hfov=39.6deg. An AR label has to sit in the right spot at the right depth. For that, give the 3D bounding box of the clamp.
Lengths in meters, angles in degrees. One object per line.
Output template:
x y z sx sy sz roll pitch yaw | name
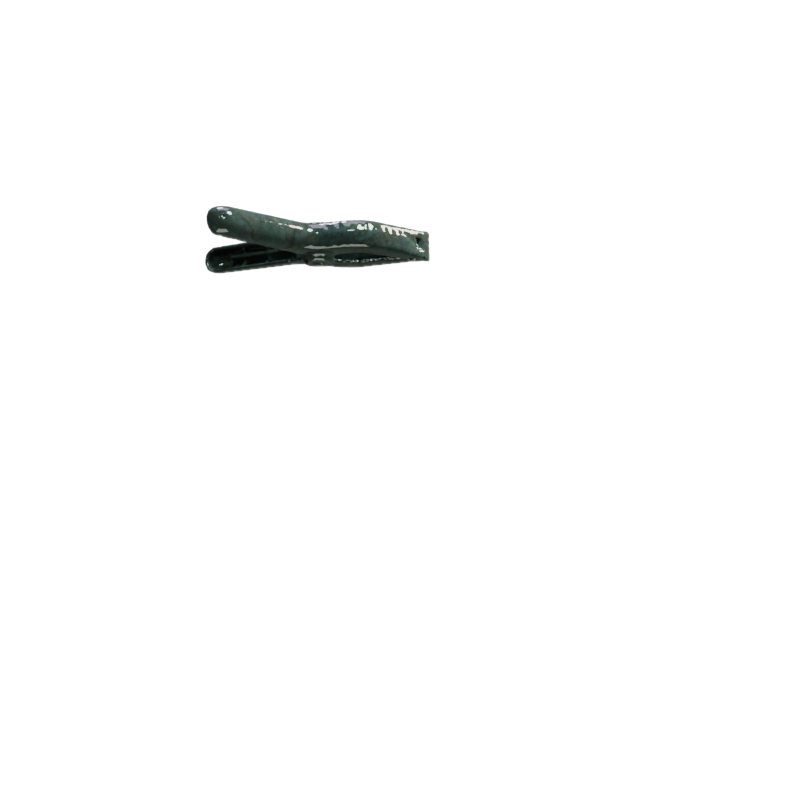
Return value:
-0.078 -0.141 0.990 0.210 0.037 0.161 0 -6 -1 | clamp
